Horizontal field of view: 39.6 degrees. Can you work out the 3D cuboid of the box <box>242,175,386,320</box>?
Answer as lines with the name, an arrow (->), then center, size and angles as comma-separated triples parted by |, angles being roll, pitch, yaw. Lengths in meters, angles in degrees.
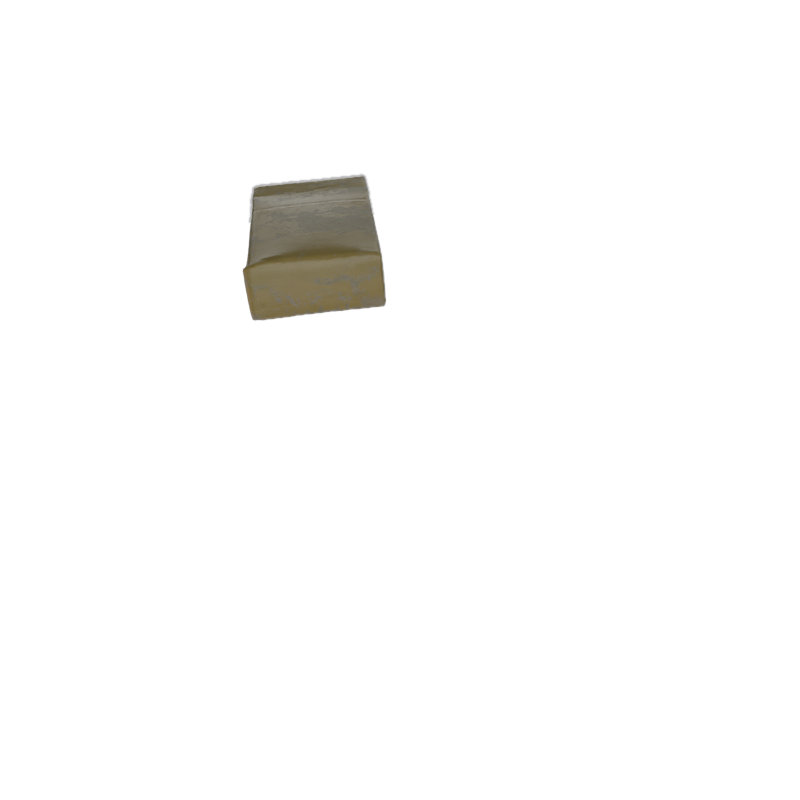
box -> -0.063, -0.115, 0.811 | 0.093, 0.046, 0.185 | -6, 25, -1
